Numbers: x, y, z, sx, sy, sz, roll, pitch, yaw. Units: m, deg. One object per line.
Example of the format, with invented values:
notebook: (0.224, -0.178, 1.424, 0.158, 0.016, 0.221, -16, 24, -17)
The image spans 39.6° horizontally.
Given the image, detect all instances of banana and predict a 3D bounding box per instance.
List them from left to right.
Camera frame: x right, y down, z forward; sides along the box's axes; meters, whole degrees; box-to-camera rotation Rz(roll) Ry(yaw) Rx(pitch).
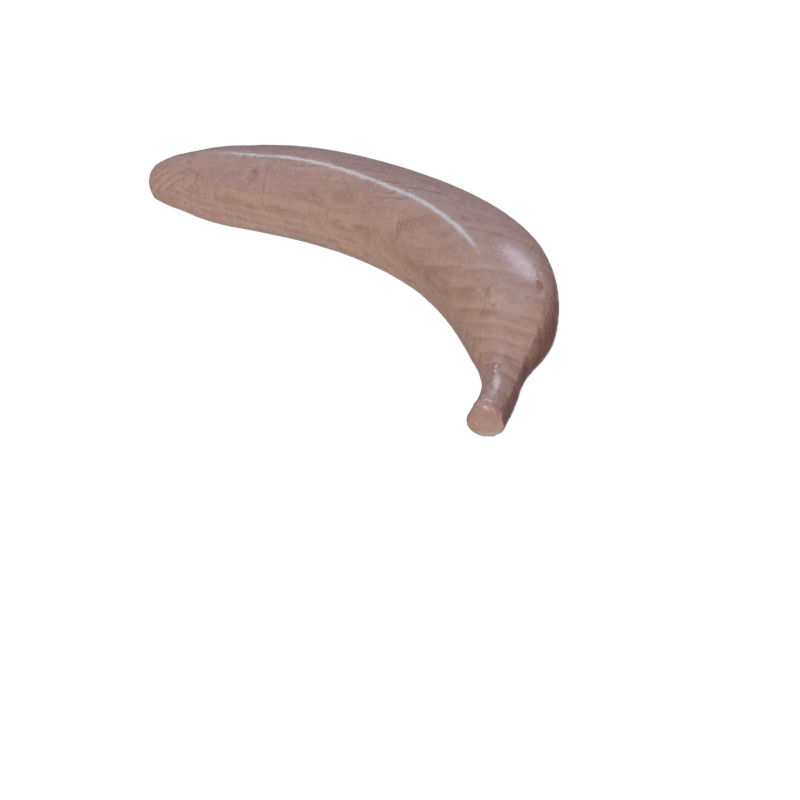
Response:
banana: (-0.012, -0.057, 0.380, 0.069, 0.035, 0.212, -20, 37, -31)
